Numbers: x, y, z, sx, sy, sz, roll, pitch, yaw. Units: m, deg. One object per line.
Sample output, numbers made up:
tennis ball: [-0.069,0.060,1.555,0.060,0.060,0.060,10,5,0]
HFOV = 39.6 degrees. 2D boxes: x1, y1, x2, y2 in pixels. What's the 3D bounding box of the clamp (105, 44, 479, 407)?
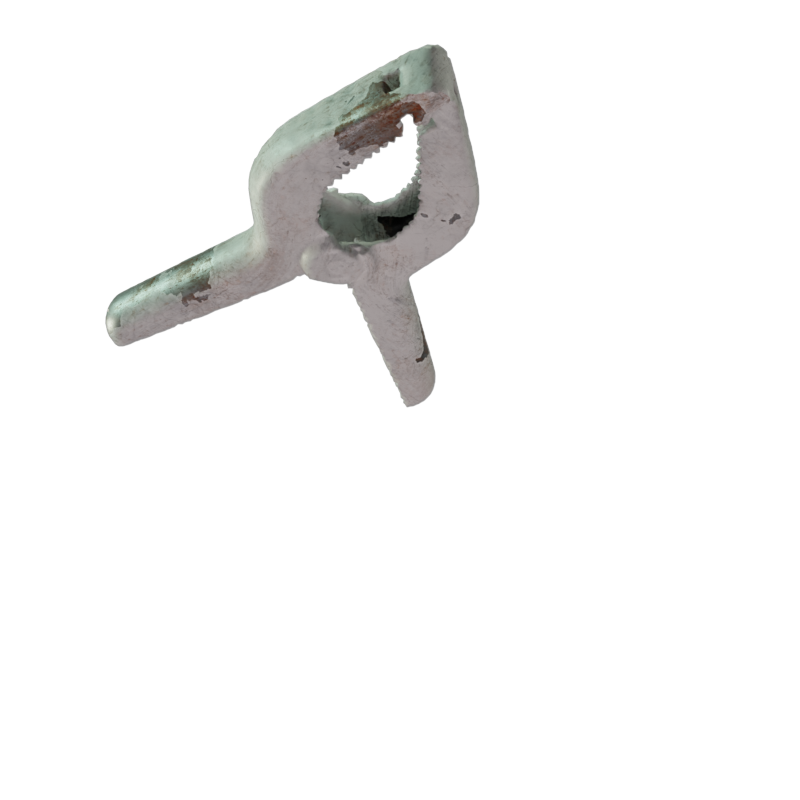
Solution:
clamp: [-0.037,-0.068,0.475,0.161,0.039,0.200,9,-36,-12]
